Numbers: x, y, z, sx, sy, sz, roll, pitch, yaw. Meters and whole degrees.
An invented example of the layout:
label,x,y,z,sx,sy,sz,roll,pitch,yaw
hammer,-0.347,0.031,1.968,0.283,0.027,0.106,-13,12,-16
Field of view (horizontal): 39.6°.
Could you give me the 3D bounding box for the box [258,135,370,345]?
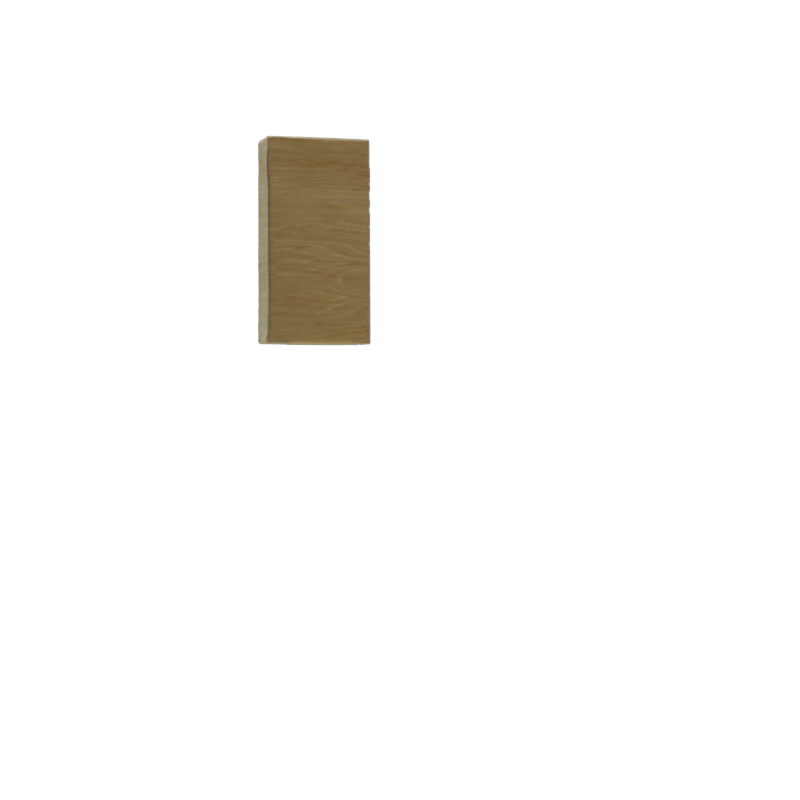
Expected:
label,x,y,z,sx,sy,sz,roll,pitch,yaw
box,-0.074,-0.136,0.950,0.091,0.178,0.048,1,-5,-17
